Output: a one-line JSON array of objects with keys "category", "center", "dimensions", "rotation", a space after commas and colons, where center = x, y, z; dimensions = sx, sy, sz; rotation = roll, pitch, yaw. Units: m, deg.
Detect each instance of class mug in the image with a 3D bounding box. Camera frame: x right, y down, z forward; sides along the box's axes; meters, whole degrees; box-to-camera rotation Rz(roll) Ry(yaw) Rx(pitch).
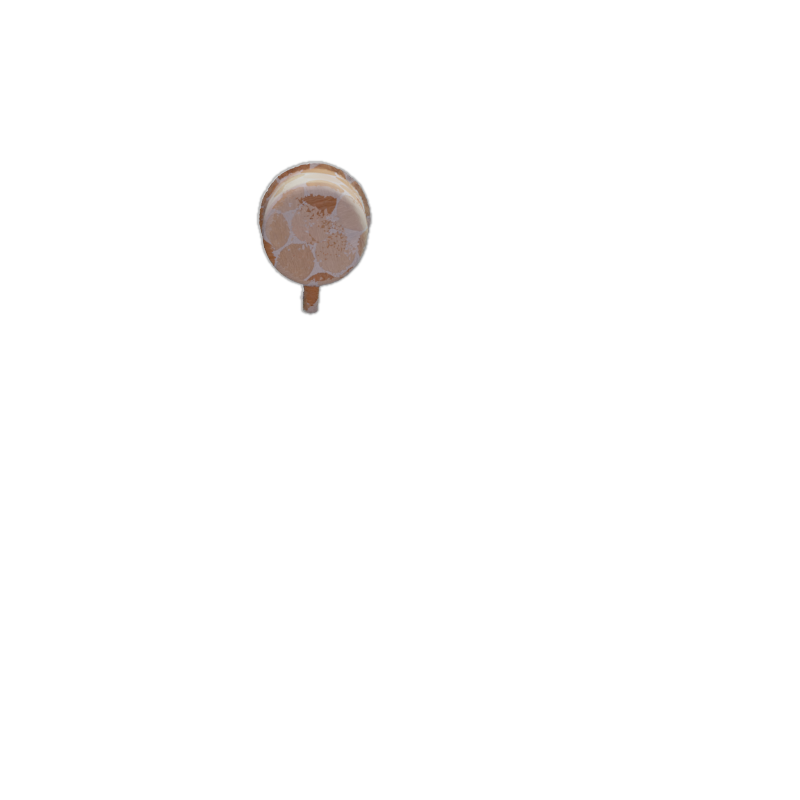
[{"category": "mug", "center": [-0.069, -0.126, 0.879], "dimensions": [0.093, 0.114, 0.084], "rotation": [6, 14, -4]}]
